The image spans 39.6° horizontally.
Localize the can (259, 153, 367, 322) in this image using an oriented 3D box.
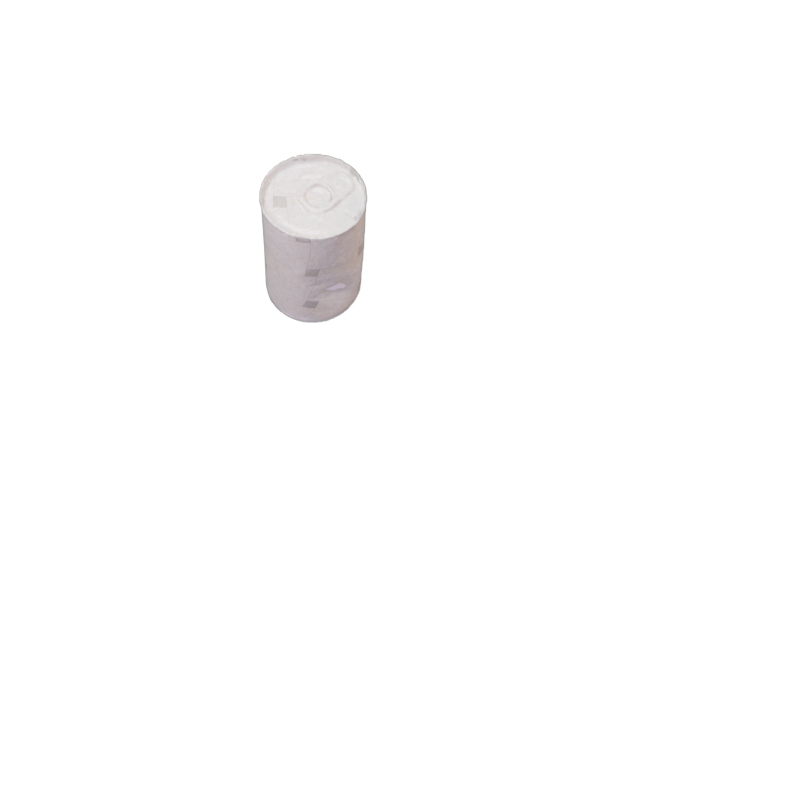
[{"bbox_3d":[-0.058,-0.105,0.735,0.068,0.073,0.096,0,-31,-3],"label":"can"}]
